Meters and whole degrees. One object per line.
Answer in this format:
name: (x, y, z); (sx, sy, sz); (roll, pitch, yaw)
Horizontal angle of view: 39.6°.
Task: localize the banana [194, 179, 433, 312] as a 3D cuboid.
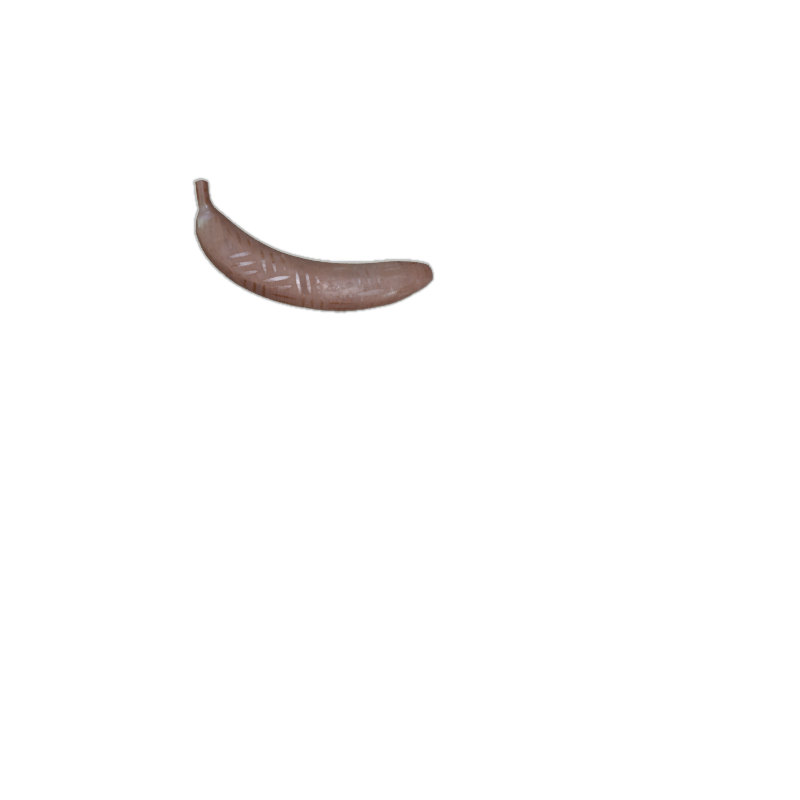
banana: (-0.076, -0.104, 0.839); (0.198, 0.070, 0.036); (21, -4, 2)
